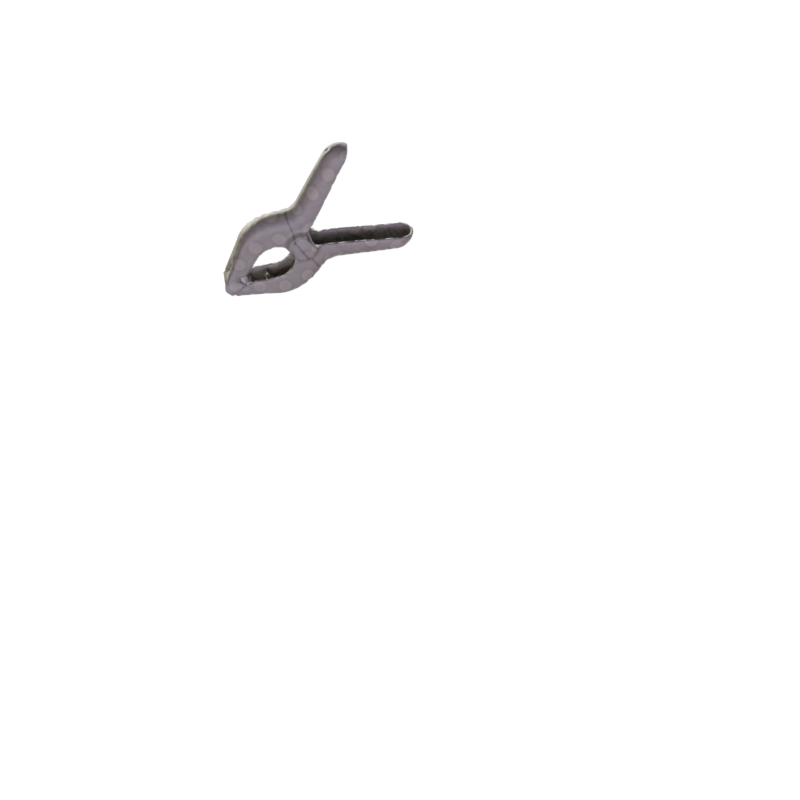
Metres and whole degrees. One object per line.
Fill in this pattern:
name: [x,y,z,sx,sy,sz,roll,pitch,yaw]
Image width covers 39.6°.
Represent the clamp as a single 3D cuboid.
clamp: [-0.076,-0.139,0.977,0.170,0.113,0.042,-36,27,21]
